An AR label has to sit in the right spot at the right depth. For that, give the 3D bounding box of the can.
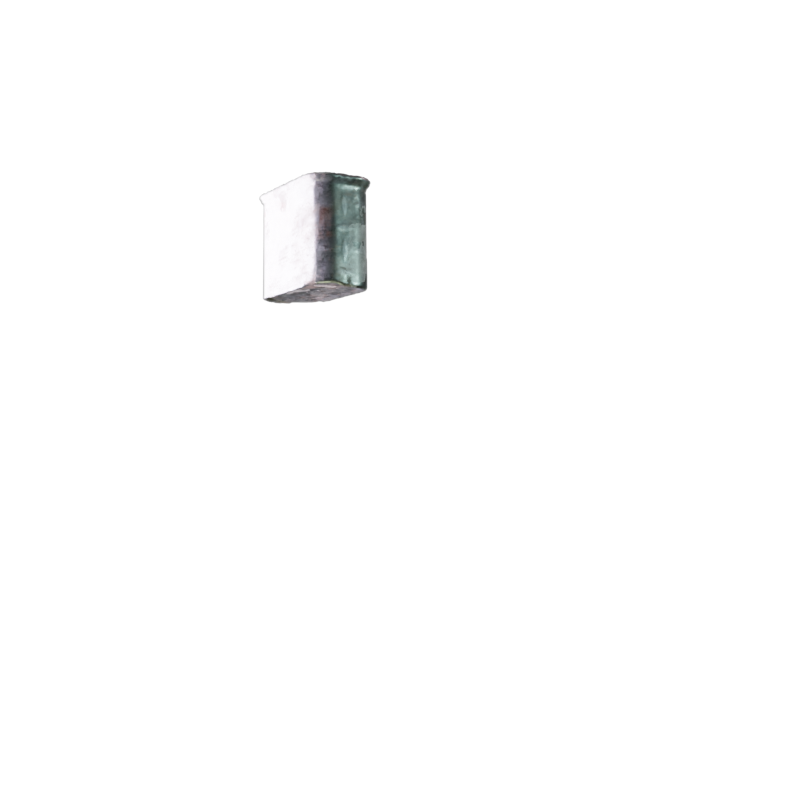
[{"bbox_3d":[-0.067,-0.122,0.851,0.055,0.086,0.104,6,-9,-32],"label":"can"}]
